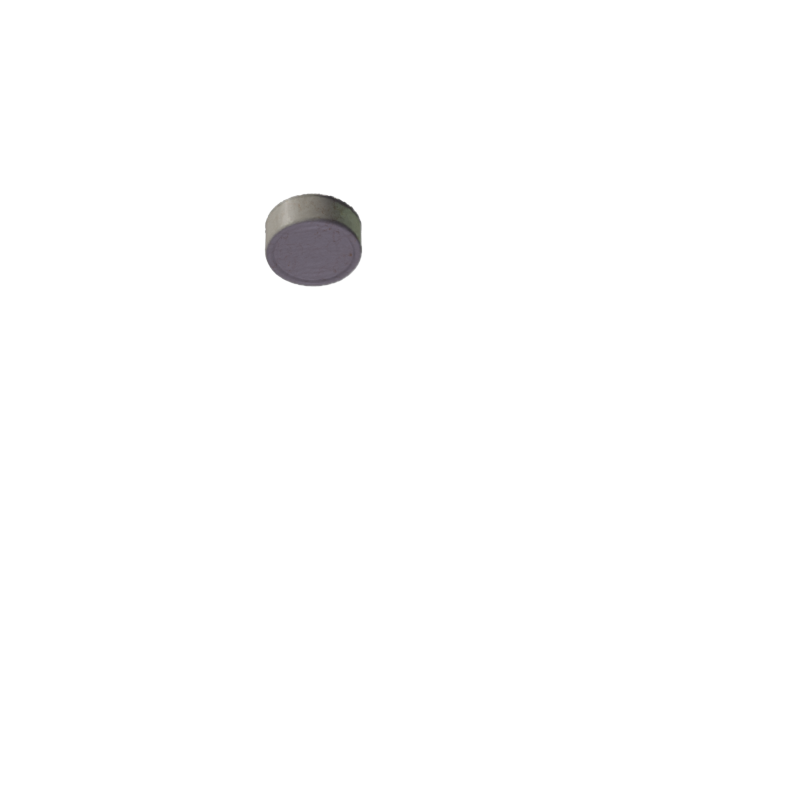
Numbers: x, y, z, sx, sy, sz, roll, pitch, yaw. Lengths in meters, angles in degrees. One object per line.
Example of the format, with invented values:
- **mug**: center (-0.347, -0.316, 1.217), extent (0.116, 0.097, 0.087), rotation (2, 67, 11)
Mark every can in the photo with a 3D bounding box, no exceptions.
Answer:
- **can**: center (-0.076, -0.138, 0.968), extent (0.086, 0.036, 0.080), rotation (1, -40, -2)
